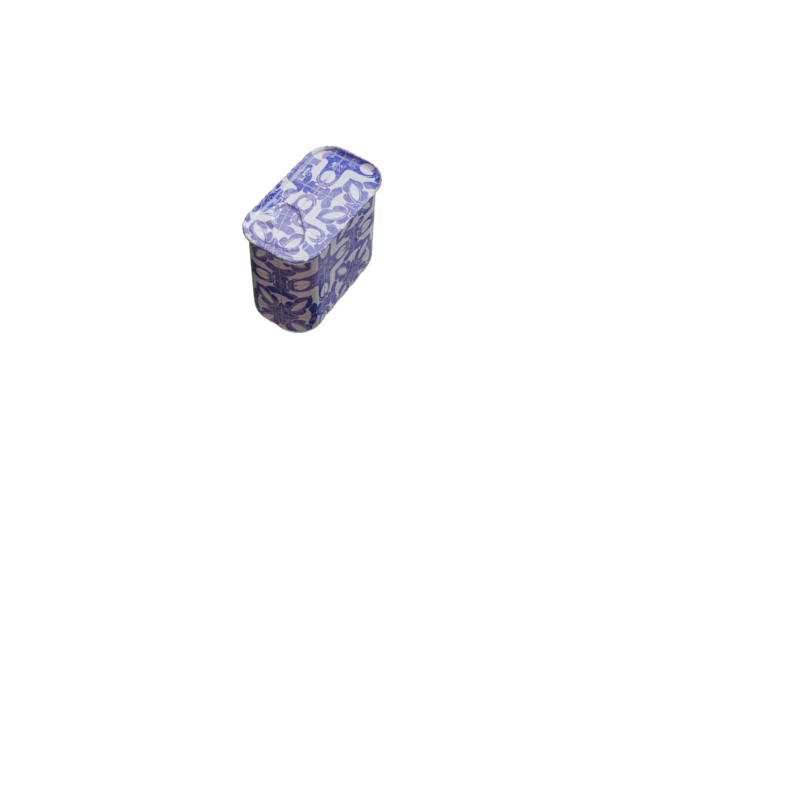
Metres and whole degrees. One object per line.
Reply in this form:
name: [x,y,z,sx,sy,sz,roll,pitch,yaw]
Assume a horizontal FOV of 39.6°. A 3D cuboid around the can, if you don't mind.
can: [-0.059,-0.107,0.751,0.060,0.104,0.078,28,-32,17]
